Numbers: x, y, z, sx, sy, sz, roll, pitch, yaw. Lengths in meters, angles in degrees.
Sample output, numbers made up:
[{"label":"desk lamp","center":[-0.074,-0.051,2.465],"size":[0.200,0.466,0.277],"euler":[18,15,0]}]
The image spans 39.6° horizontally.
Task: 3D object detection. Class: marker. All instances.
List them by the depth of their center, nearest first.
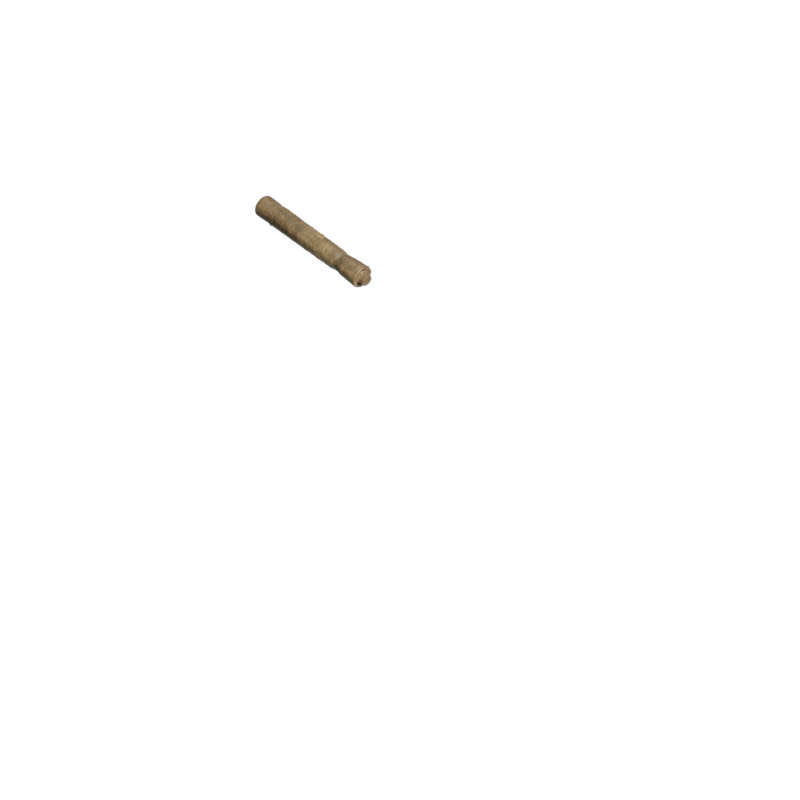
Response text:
[{"label":"marker","center":[-0.068,-0.124,0.869],"size":[0.129,0.019,0.019],"euler":[38,25,31]}]
